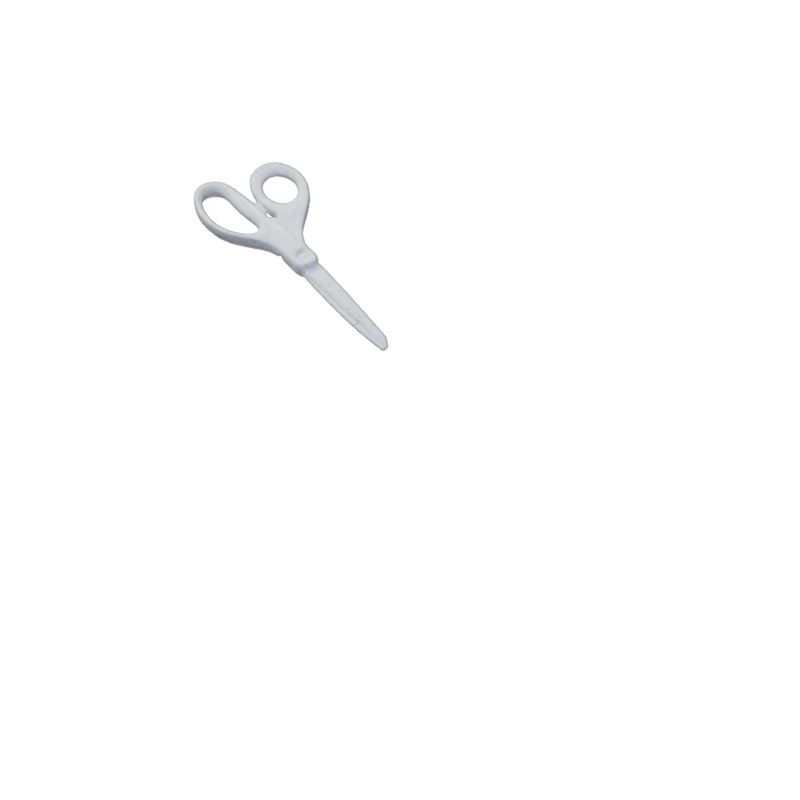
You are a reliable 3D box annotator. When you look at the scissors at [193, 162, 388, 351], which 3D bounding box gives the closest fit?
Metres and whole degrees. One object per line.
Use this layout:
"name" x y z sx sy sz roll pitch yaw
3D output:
"scissors" -0.064 -0.116 0.816 0.213 0.015 0.098 32 58 23
